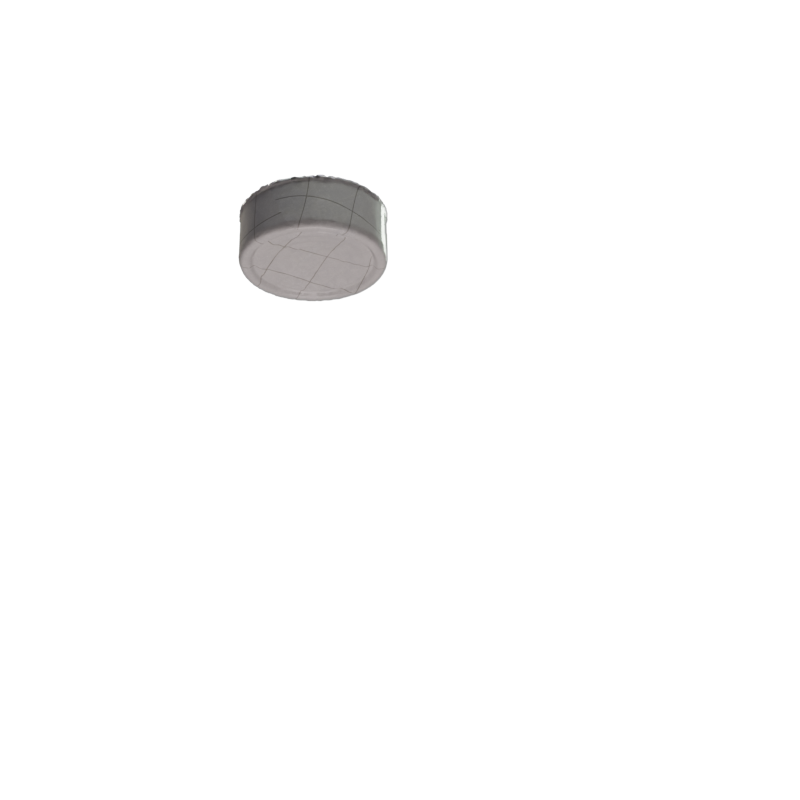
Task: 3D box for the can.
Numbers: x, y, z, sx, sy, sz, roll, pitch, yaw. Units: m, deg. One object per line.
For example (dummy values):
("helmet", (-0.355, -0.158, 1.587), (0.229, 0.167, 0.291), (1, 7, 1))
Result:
("can", (-0.050, -0.090, 0.634), (0.086, 0.036, 0.081), (1, -27, -2))
